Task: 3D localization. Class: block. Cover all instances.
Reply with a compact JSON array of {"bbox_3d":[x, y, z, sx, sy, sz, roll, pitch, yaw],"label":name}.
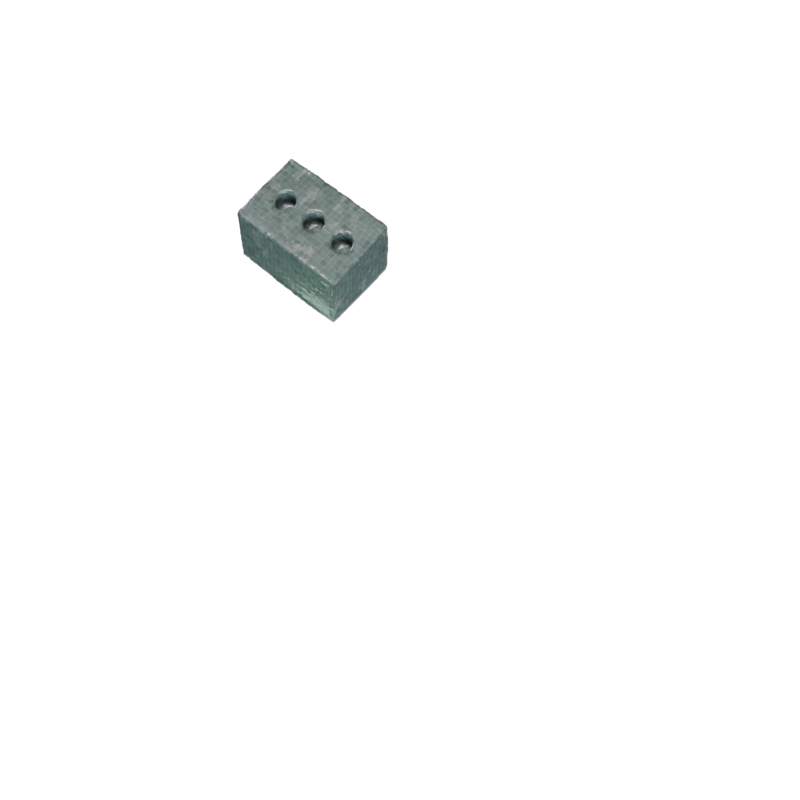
[{"bbox_3d":[-0.053,-0.096,0.675,0.081,0.054,0.048,36,-21,16],"label":"block"}]
